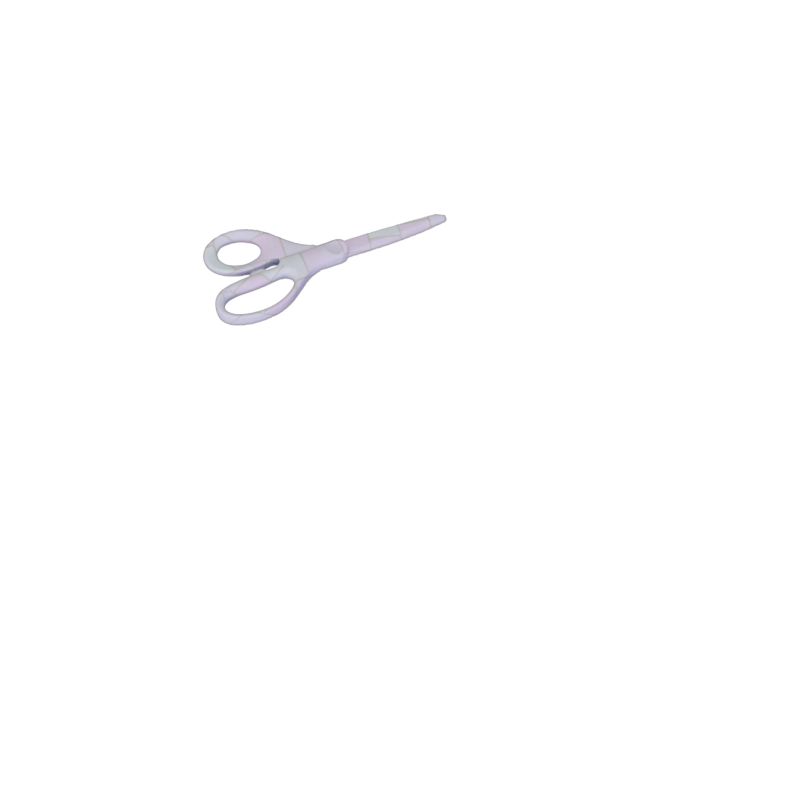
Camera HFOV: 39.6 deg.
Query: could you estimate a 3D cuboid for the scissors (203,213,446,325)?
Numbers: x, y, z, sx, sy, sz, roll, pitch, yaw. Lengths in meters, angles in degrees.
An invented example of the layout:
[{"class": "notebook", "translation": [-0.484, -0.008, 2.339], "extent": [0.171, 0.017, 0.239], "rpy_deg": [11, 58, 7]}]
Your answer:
[{"class": "scissors", "translation": [-0.069, -0.126, 0.882], "extent": [0.202, 0.103, 0.015], "rpy_deg": [-34, -30, -23]}]
